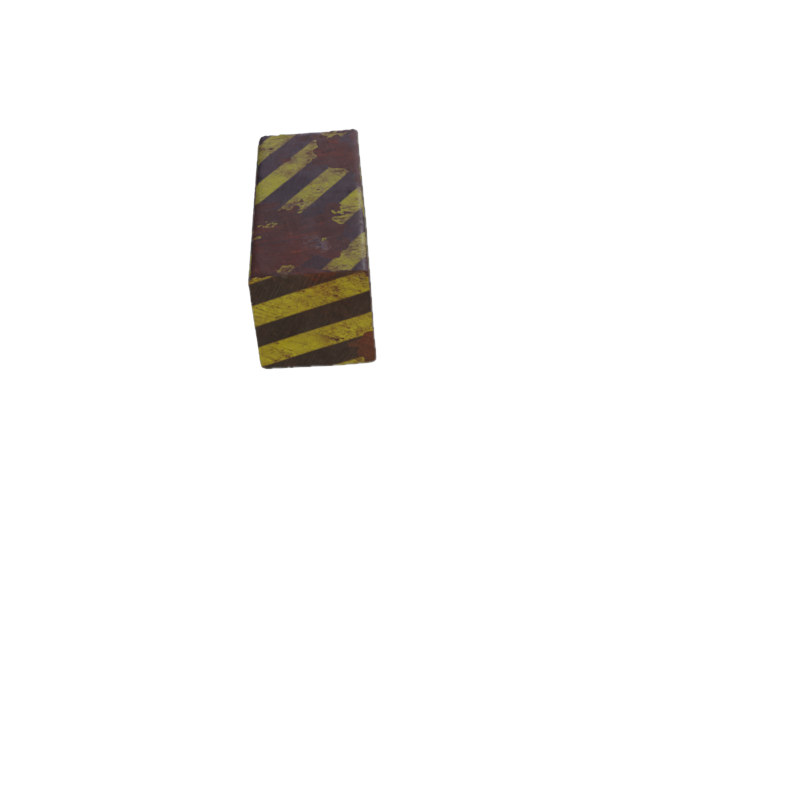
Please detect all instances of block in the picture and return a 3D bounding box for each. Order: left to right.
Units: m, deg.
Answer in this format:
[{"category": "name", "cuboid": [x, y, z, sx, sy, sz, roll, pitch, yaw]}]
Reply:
[{"category": "block", "cuboid": [-0.071, -0.128, 0.902, 0.090, 0.084, 0.221, -5, 40, 0]}]
